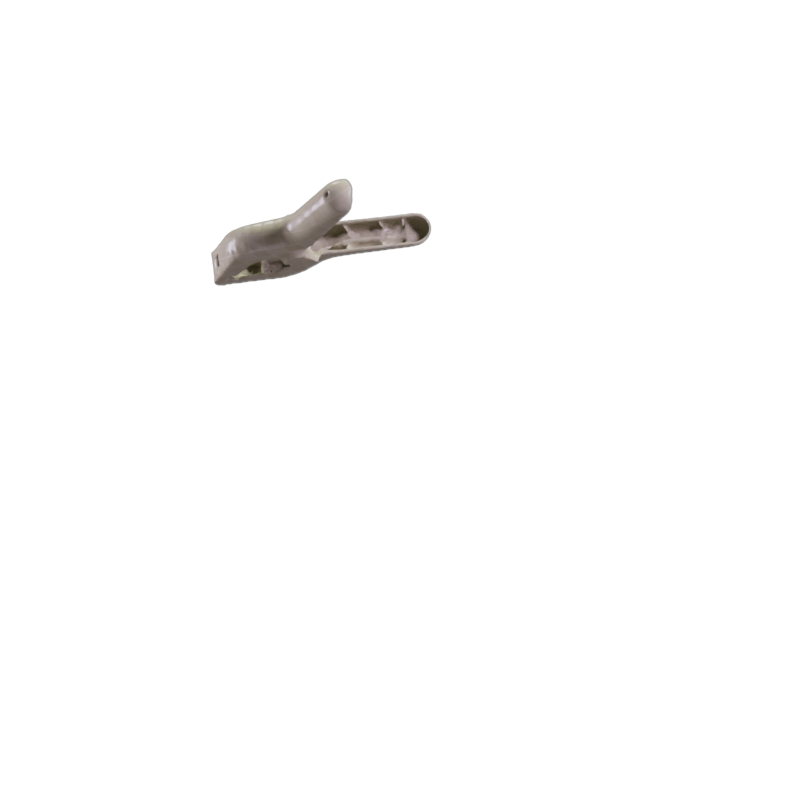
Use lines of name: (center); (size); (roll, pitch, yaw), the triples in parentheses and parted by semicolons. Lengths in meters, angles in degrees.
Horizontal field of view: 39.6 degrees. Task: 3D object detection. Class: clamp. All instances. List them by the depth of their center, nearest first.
clamp: (-0.065, -0.119, 0.835); (0.174, 0.041, 0.113); (-13, -20, 40)
